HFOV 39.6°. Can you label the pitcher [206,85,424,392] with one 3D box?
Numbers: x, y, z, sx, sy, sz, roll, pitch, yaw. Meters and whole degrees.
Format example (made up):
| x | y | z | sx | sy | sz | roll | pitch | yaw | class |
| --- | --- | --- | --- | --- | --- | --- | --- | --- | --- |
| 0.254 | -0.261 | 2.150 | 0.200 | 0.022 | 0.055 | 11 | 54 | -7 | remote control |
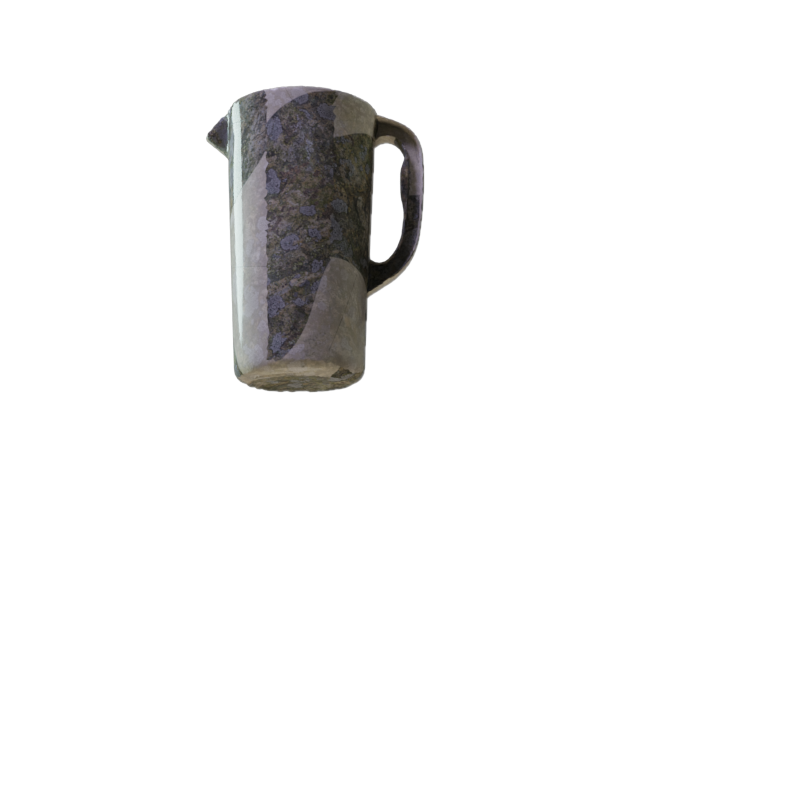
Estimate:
| x | y | z | sx | sy | sz | roll | pitch | yaw | class |
| --- | --- | --- | --- | --- | --- | --- | --- | --- | --- |
| -0.074 | -0.134 | 0.940 | 0.152 | 0.252 | 0.137 | -14 | -19 | 42 | pitcher |
